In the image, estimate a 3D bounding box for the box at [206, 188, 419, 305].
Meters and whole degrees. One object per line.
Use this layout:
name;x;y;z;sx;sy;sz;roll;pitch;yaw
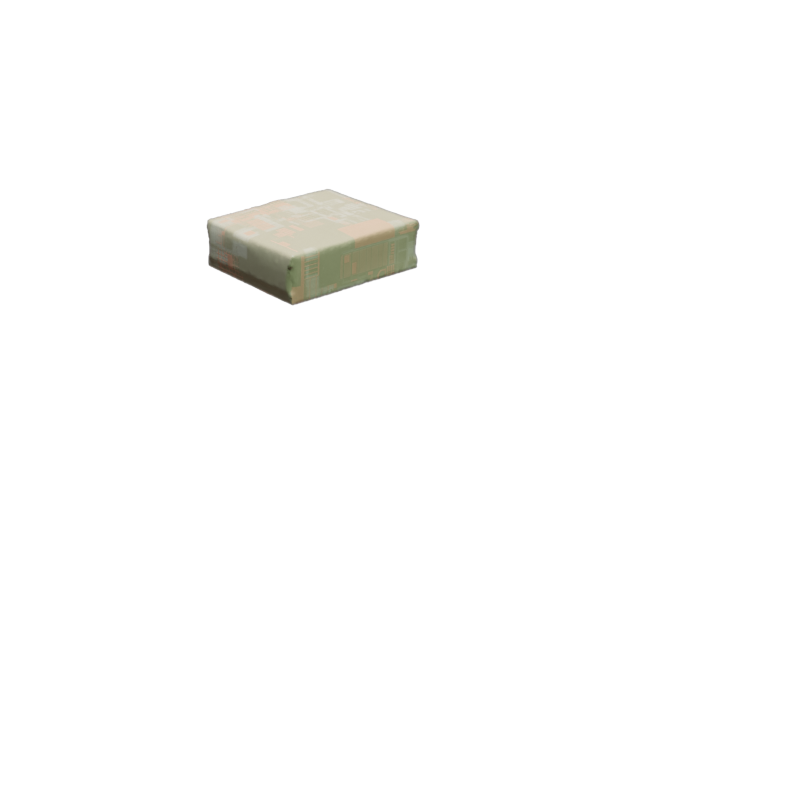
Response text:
box;-0.046;-0.084;0.587;0.088;0.029;0.078;-22;34;-37
